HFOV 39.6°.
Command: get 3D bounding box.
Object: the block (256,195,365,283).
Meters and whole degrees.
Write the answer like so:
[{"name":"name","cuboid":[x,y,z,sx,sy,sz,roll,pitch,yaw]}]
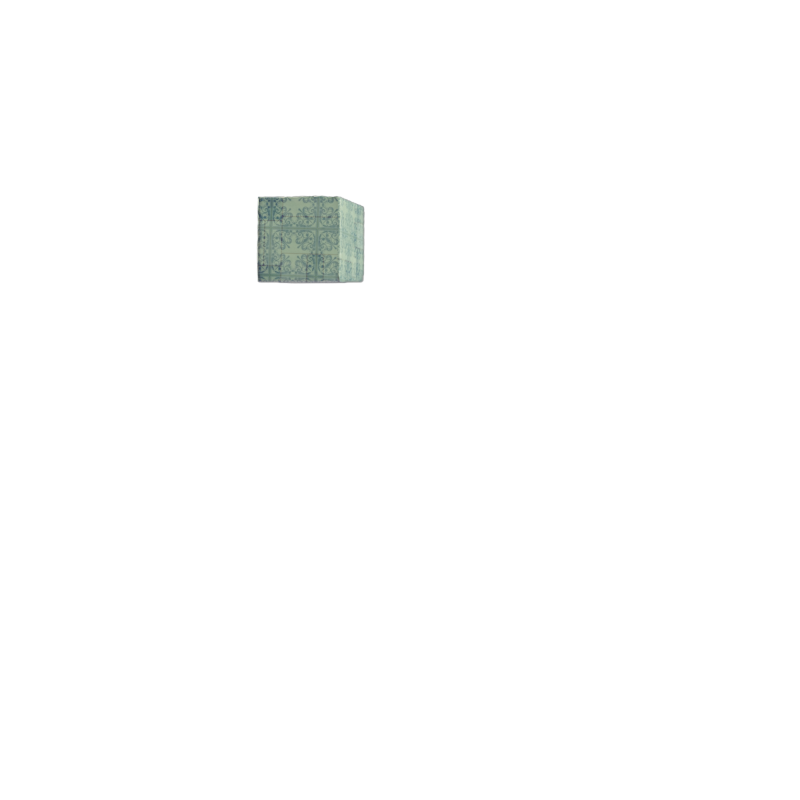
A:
[{"name":"block","cuboid":[-0.054,-0.098,0.685,0.053,0.051,0.077,0,3,9]}]
